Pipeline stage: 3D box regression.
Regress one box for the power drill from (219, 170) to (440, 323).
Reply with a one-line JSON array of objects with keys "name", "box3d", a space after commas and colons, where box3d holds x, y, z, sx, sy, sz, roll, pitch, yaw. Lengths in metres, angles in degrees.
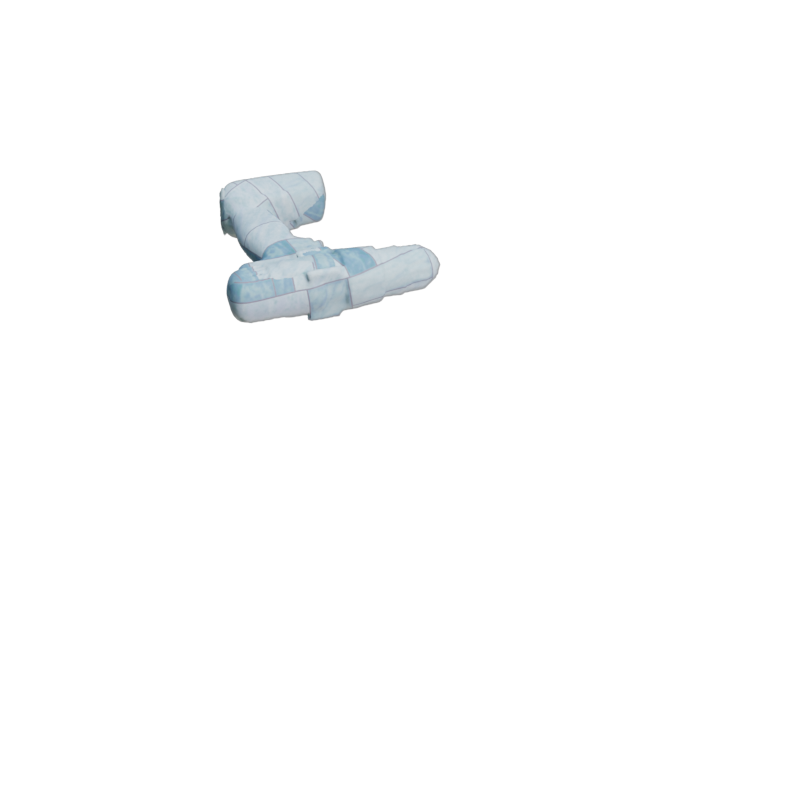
[{"name": "power drill", "box3d": [-0.078, -0.142, 0.994, 0.182, 0.054, 0.202, -10, 35, -15]}]
